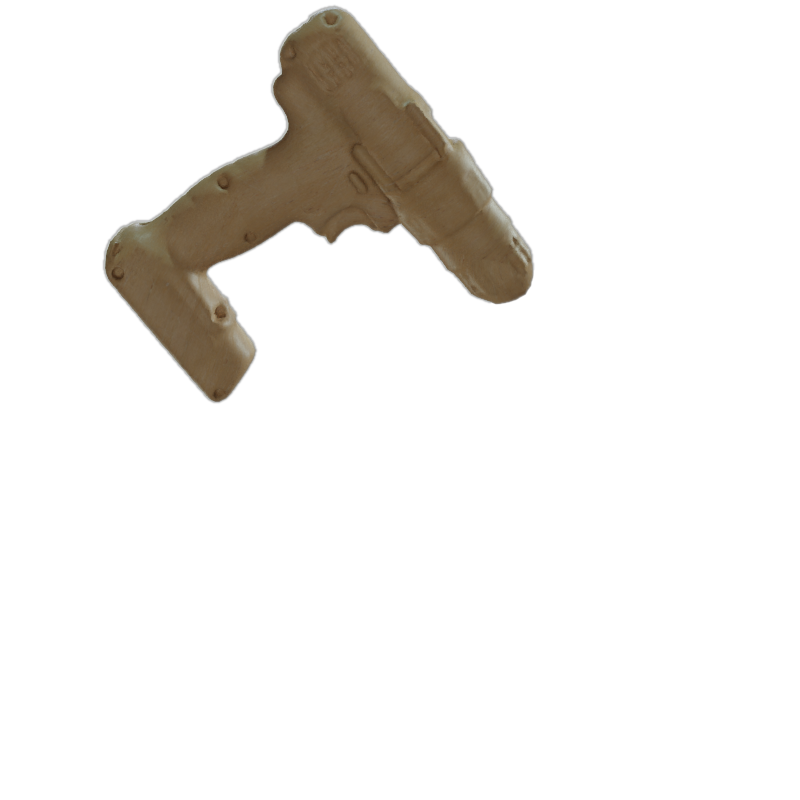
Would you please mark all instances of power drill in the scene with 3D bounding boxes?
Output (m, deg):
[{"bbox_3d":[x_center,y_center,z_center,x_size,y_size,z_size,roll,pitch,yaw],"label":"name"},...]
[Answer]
[{"bbox_3d":[-0.046,-0.084,0.588,0.187,0.180,0.059,-38,9,7],"label":"power drill"}]
